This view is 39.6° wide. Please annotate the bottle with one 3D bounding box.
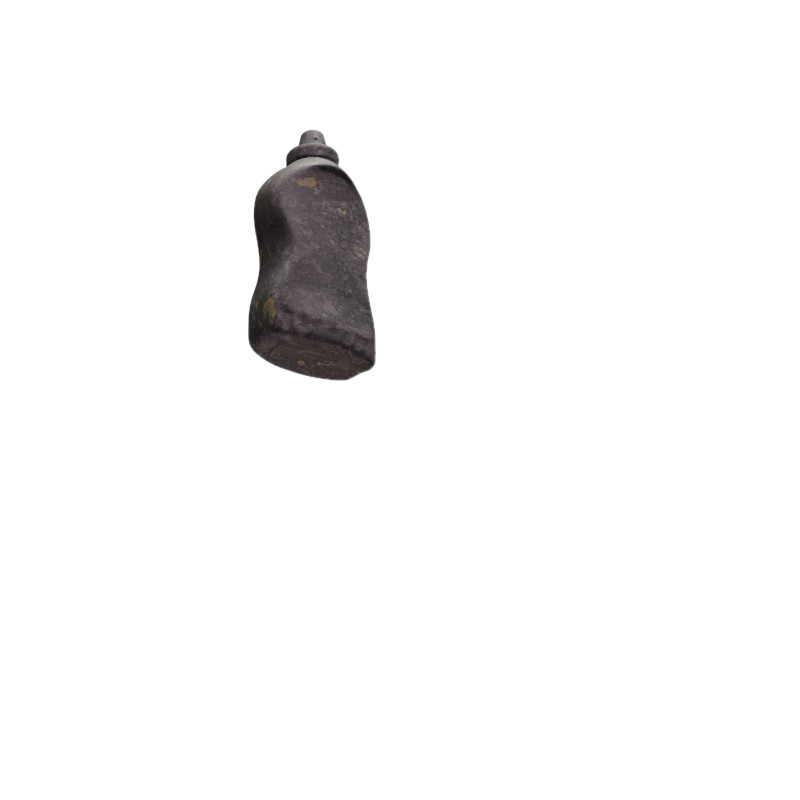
[{"bbox_3d":[-0.064,-0.116,0.815,0.091,0.203,0.058,19,-34,-35],"label":"bottle"}]
